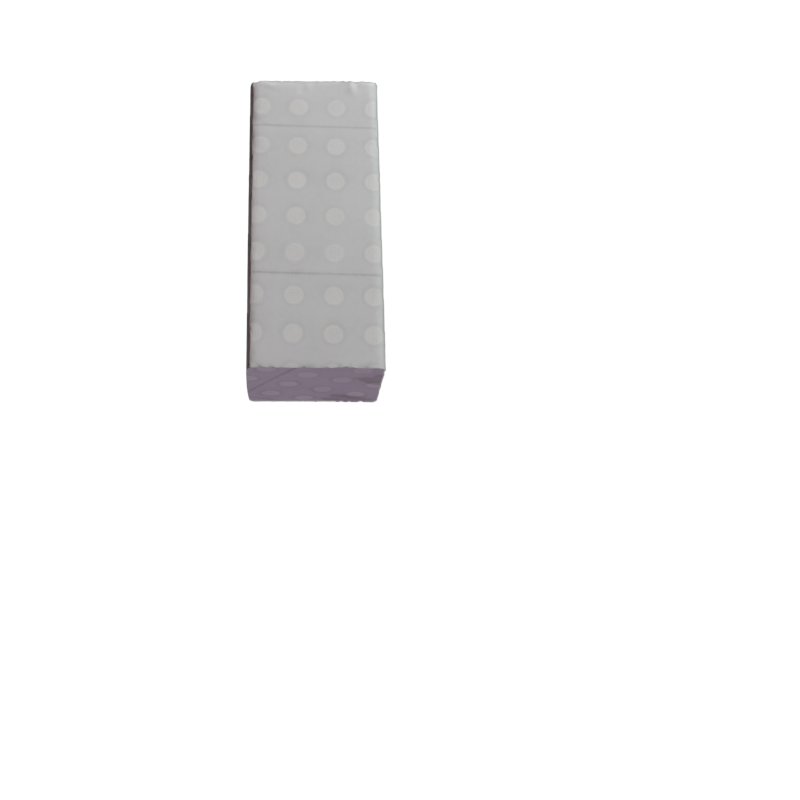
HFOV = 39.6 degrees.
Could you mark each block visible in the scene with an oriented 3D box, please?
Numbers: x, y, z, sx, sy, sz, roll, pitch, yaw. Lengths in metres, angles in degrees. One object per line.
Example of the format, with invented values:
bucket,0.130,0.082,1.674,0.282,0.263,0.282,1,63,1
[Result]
block,-0.061,-0.110,0.771,0.090,0.216,0.086,0,-20,-4
